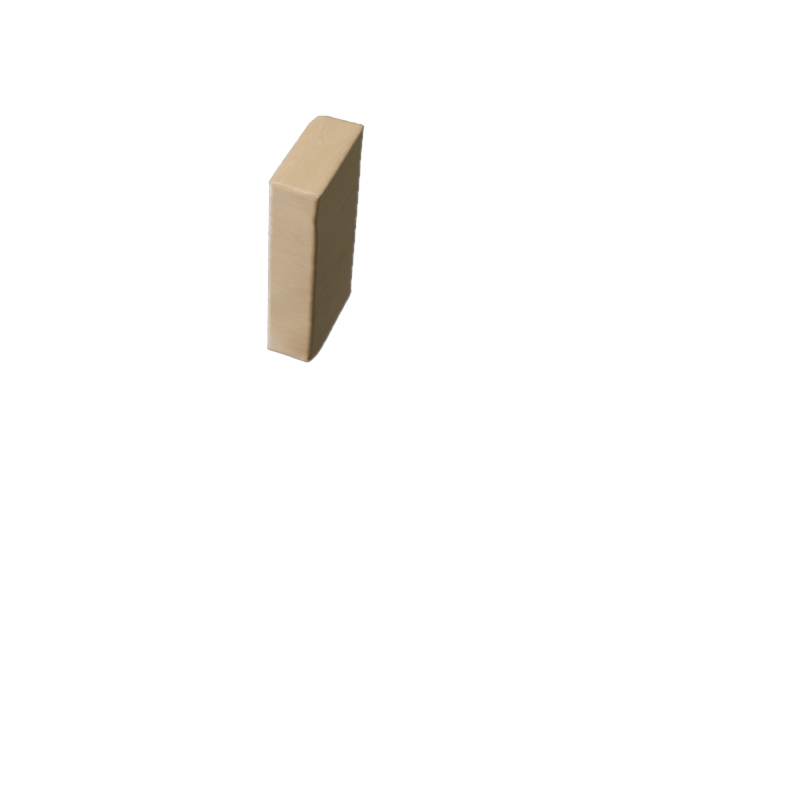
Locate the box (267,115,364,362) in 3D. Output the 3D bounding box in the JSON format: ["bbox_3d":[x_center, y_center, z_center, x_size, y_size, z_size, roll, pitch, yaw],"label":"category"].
[{"bbox_3d":[-0.067,-0.122,0.850,0.049,0.164,0.097,16,46,11],"label":"box"}]
